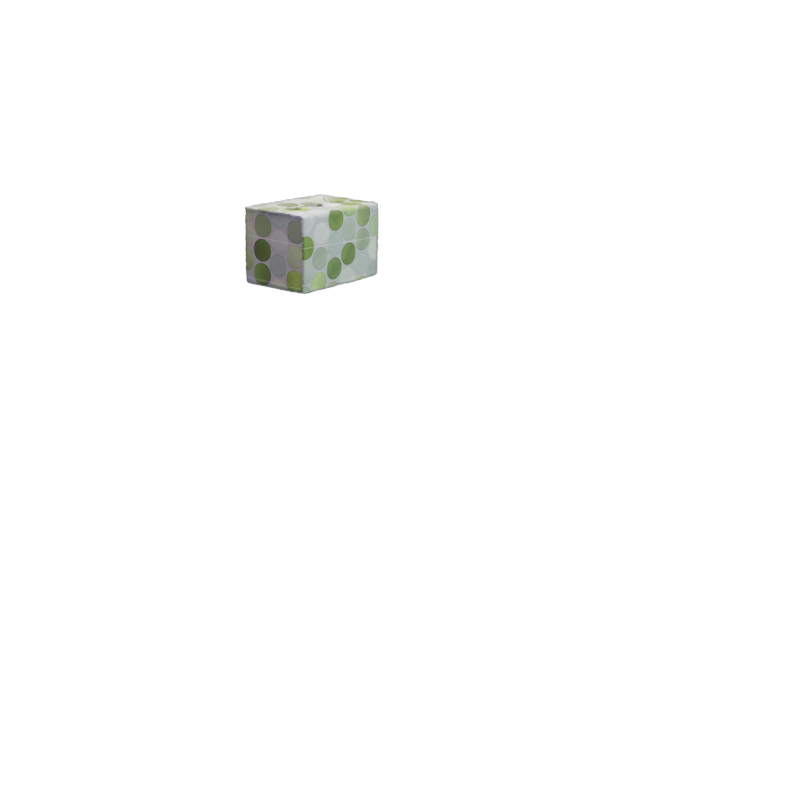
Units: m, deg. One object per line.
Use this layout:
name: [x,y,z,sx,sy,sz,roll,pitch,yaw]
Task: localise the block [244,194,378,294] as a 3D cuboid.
block: [-0.057,-0.104,0.732,0.055,0.050,0.077,12,20,36]
